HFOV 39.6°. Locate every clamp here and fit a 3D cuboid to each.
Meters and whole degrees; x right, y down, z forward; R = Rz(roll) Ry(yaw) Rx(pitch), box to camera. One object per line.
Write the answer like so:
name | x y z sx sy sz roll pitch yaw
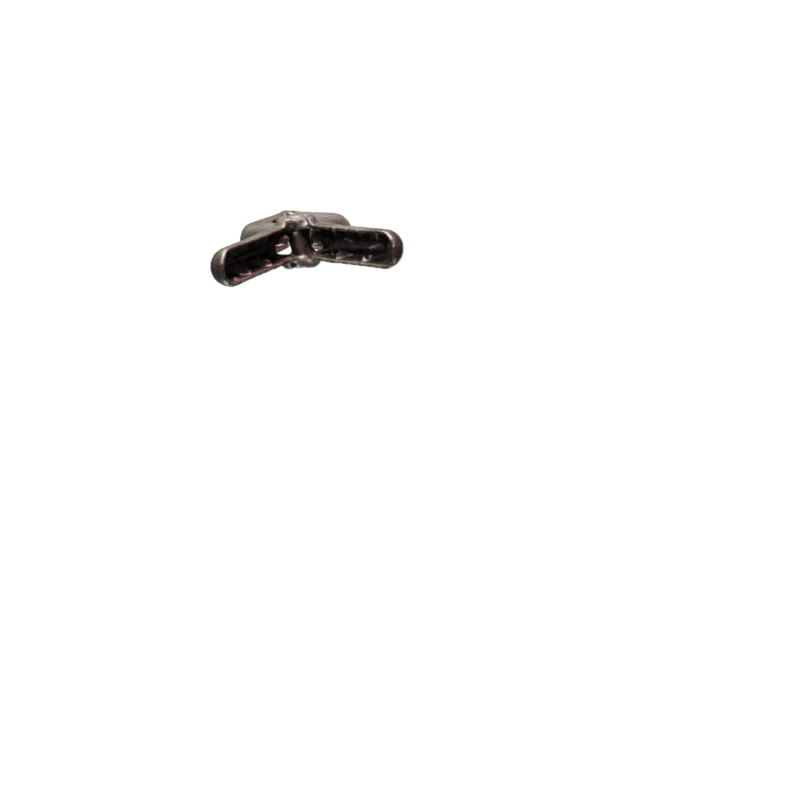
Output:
clamp | -0.059 -0.108 0.757 0.120 0.038 0.177 0 18 0
